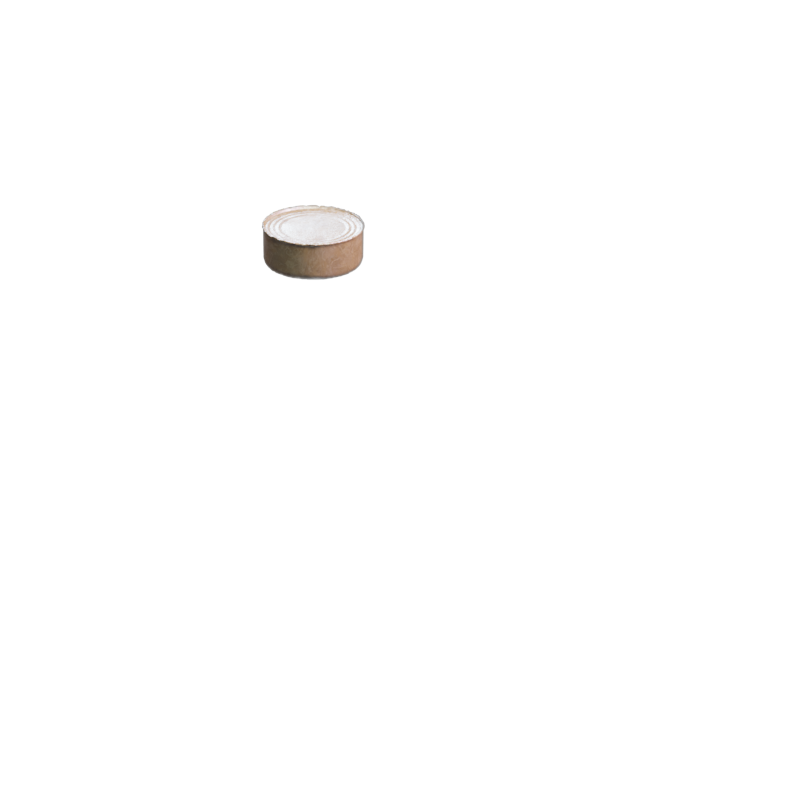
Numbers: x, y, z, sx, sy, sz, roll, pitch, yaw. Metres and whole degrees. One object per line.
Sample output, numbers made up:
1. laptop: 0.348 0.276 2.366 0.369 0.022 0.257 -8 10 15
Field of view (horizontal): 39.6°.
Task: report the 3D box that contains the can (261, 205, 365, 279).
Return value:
1. can: -0.073 -0.133 0.931 0.086 0.032 0.091 -1 29 -2
